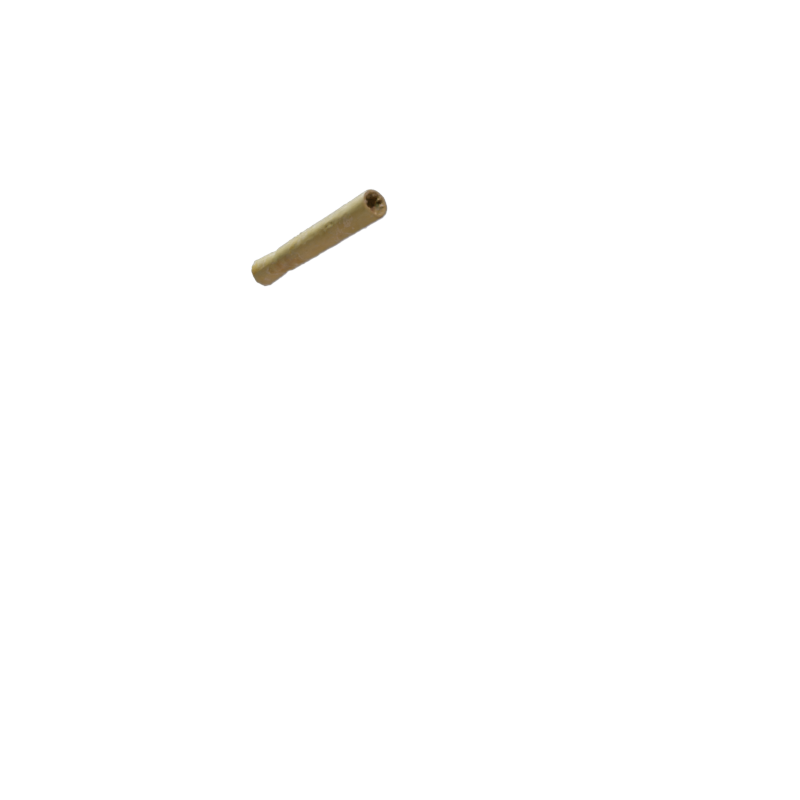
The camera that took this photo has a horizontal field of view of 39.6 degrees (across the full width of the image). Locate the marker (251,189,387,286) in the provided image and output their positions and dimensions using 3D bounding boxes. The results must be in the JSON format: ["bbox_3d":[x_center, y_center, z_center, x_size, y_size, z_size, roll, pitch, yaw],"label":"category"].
[{"bbox_3d":[-0.054,-0.098,0.684,0.019,0.020,0.121,-3,-14,-43],"label":"marker"}]
